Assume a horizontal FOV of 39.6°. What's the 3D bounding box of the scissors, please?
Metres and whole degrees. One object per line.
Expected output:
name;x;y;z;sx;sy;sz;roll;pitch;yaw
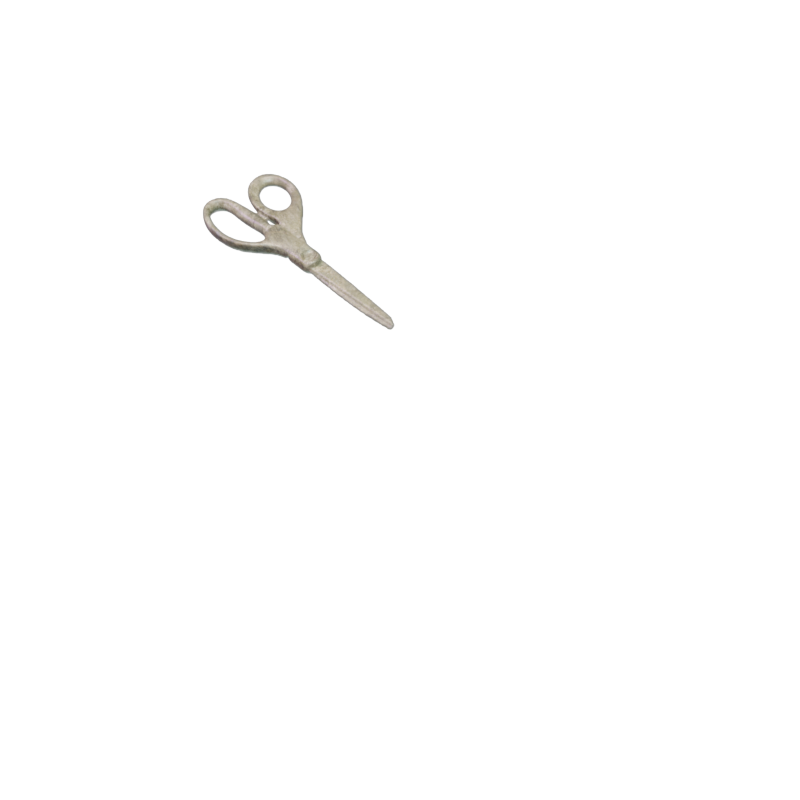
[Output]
scissors;-0.075;-0.136;0.953;0.209;0.099;0.015;25;-32;17
